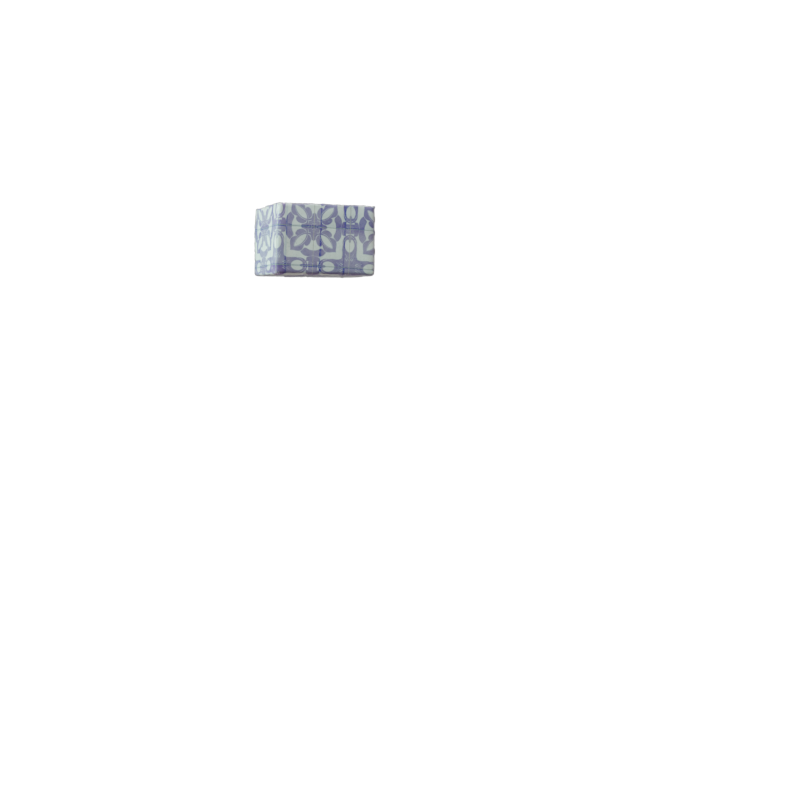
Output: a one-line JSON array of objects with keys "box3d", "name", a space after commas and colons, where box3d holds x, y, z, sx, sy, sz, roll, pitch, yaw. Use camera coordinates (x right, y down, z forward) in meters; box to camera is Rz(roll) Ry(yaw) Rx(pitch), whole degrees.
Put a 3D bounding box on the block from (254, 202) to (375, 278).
[{"box3d": [-0.064, -0.116, 0.815, 0.076, 0.051, 0.054, -1, 1, -23], "name": "block"}]
